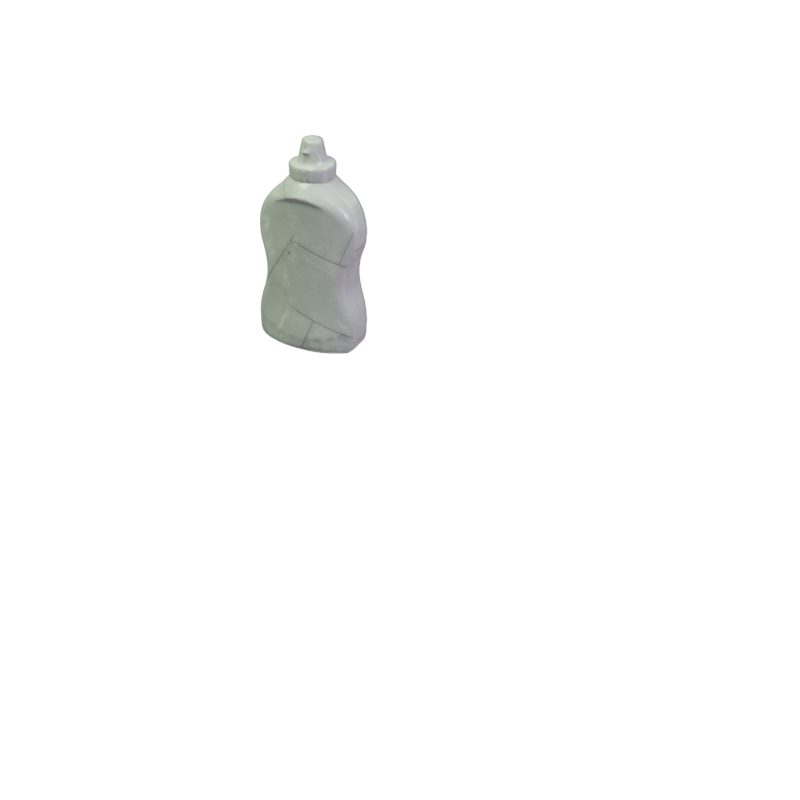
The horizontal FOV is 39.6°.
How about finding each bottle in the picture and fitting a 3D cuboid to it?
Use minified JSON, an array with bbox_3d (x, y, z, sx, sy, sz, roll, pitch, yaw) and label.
[{"bbox_3d":[-0.076,-0.139,0.973,0.100,0.182,0.059,15,28,25],"label":"bottle"}]
